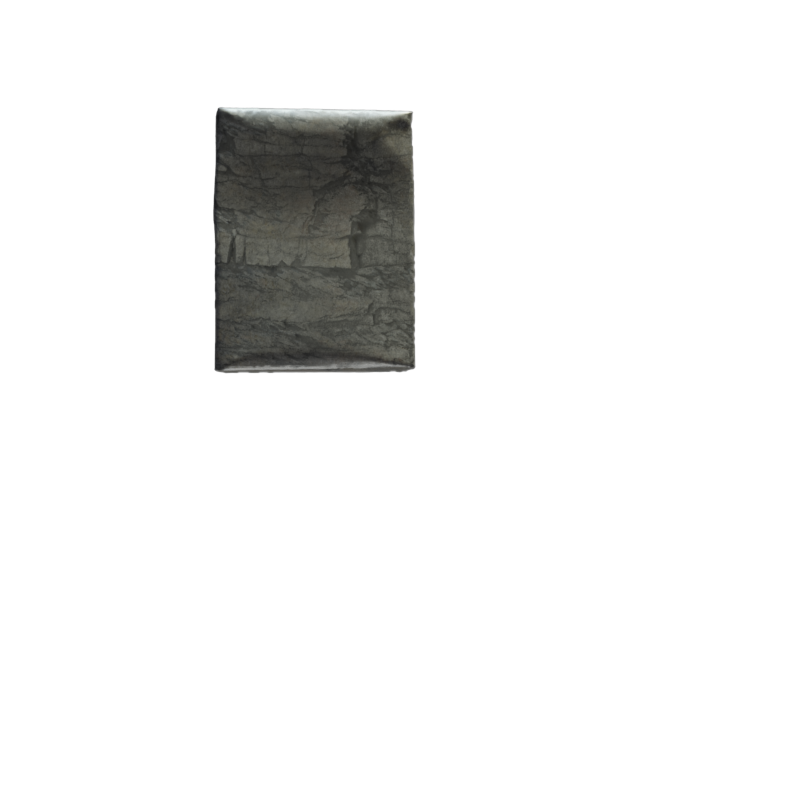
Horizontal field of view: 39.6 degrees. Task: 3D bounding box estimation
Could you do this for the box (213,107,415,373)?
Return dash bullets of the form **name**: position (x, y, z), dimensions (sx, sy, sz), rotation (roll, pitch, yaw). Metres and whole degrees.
- **box**: position (-0.071, -0.130, 0.912), dimensions (0.163, 0.216, 0.072), rotation (0, -4, -6)
